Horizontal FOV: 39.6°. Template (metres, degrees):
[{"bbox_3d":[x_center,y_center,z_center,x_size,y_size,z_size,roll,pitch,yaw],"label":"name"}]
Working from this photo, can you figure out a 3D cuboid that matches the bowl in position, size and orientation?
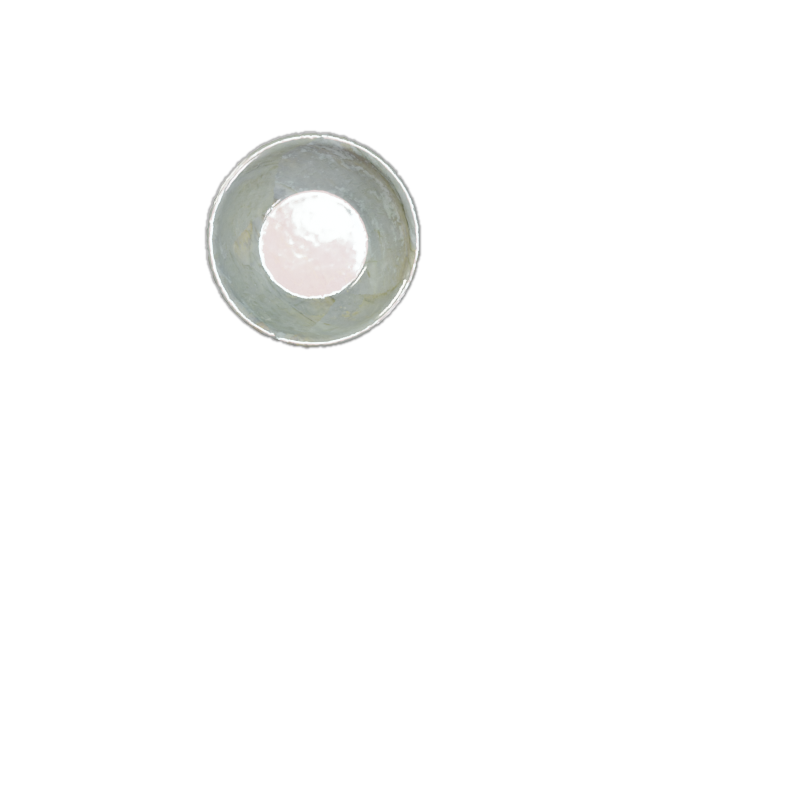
[{"bbox_3d":[-0.067,-0.122,0.856,0.162,0.164,0.055,0,-3,0],"label":"bowl"}]
